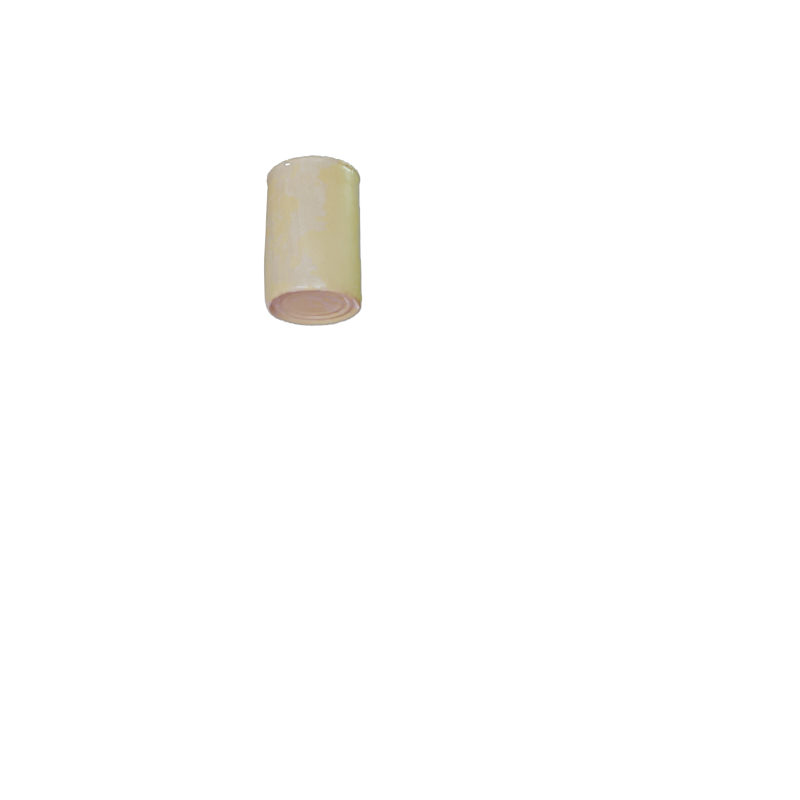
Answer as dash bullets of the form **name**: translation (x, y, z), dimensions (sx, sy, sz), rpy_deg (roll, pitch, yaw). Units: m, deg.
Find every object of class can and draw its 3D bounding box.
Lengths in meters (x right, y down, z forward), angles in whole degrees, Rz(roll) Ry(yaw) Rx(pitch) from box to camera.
- **can**: translation (-0.061, -0.111, 0.780), dimensions (0.068, 0.108, 0.065), rpy_deg (0, -23, -2)
